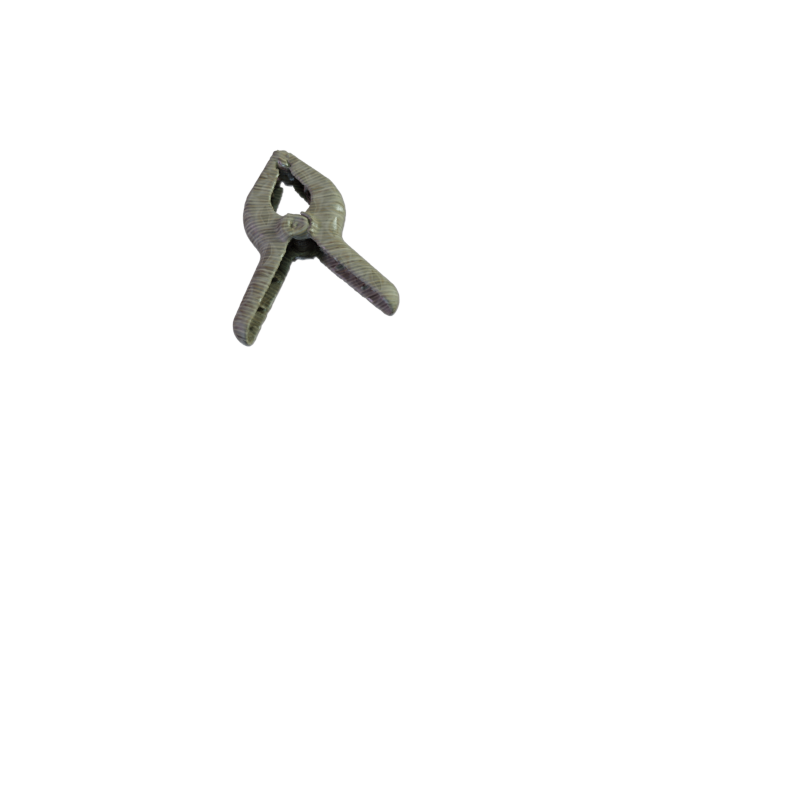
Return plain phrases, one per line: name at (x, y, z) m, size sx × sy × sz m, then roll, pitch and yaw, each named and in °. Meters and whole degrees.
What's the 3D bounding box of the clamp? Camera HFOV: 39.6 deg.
clamp at (-0.065, -0.119, 0.835) m, size 0.120 × 0.183 × 0.037 m, roll -3°, pitch -33°, yaw -2°
